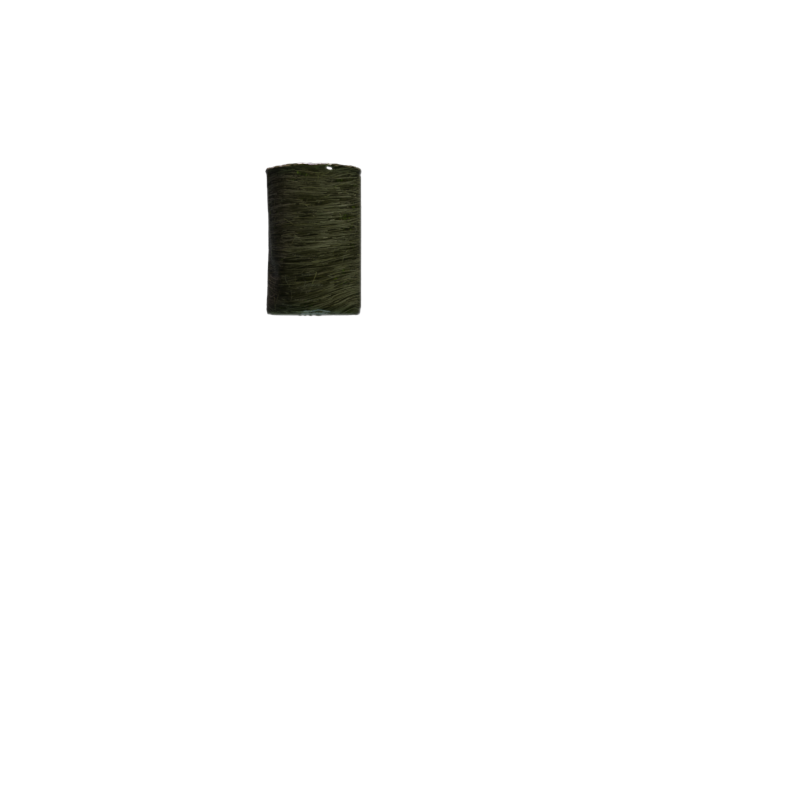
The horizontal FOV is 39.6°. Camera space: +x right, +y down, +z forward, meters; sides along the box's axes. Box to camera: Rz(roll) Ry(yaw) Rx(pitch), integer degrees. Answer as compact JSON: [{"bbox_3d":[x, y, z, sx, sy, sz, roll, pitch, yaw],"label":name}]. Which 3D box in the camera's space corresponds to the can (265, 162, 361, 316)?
[{"bbox_3d":[-0.061,-0.111,0.776,0.068,0.103,0.068,0,-3,-2],"label":"can"}]
